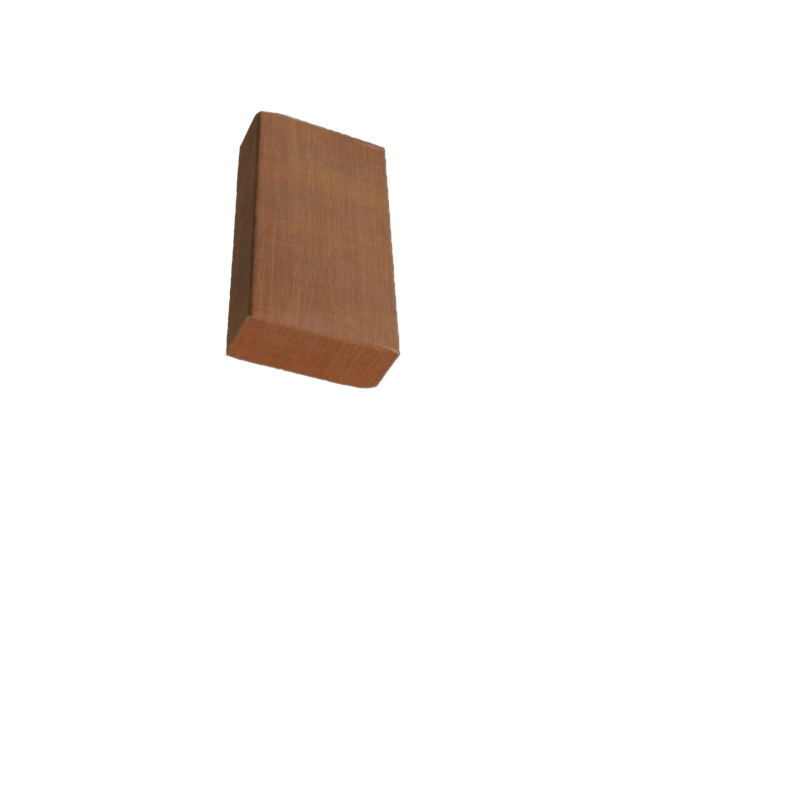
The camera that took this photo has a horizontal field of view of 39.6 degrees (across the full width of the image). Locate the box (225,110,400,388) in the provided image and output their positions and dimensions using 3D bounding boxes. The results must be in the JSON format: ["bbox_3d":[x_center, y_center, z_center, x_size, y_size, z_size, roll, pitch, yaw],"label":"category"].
[{"bbox_3d":[-0.053,-0.096,0.673,0.090,0.189,0.046,13,-41,-20],"label":"box"}]
